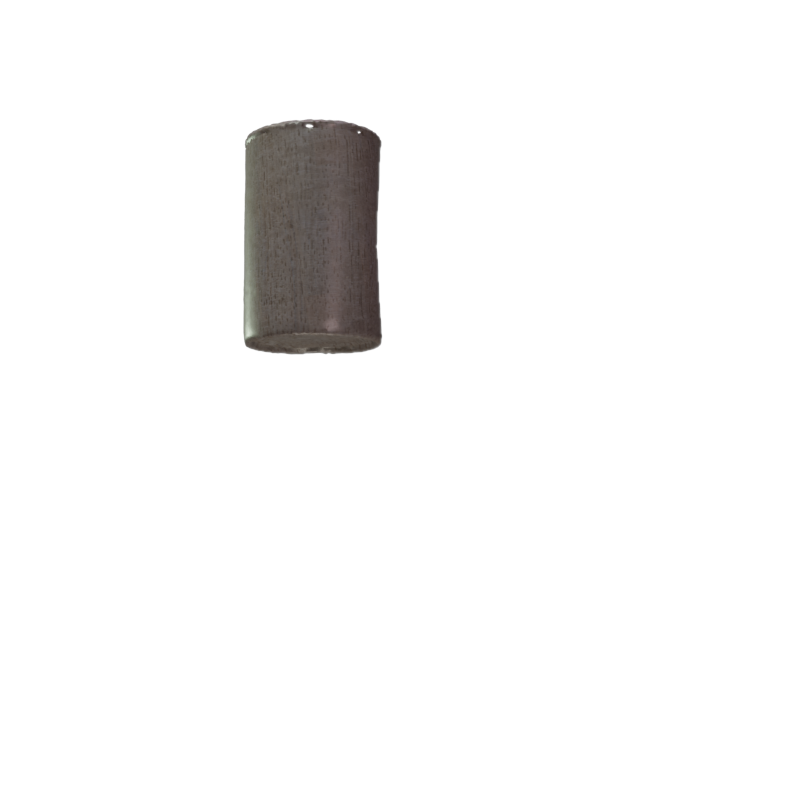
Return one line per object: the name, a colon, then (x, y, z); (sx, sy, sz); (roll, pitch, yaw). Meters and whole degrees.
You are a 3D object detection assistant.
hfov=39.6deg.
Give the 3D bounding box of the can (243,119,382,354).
can: (-0.042, -0.077, 0.539); (0.068, 0.105, 0.067); (0, -11, -2)
